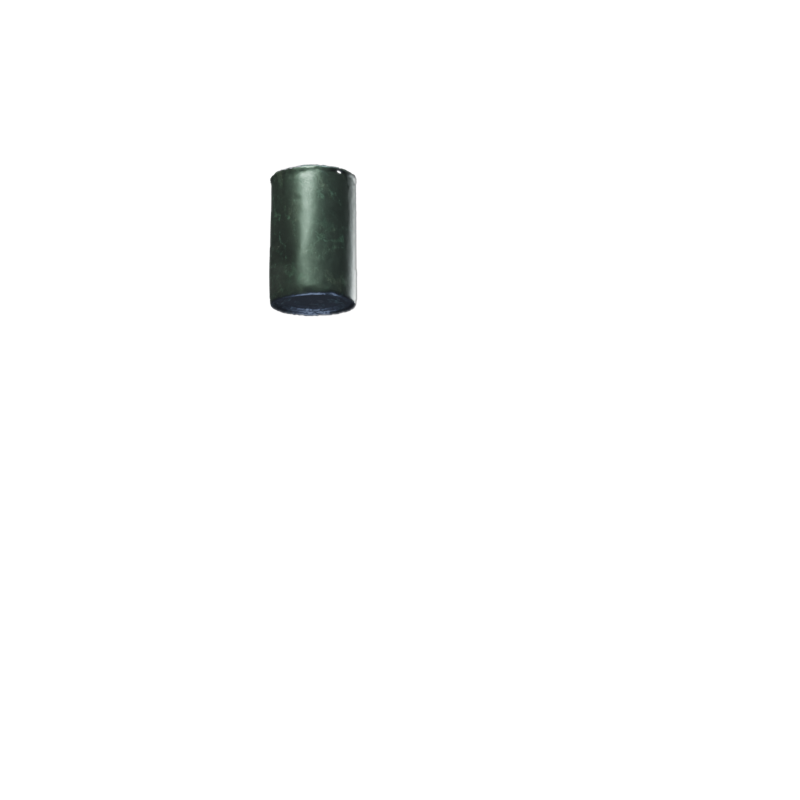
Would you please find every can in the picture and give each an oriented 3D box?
[{"bbox_3d":[-0.067,-0.122,0.852,0.068,0.106,0.066,0,-15,-2],"label":"can"}]
